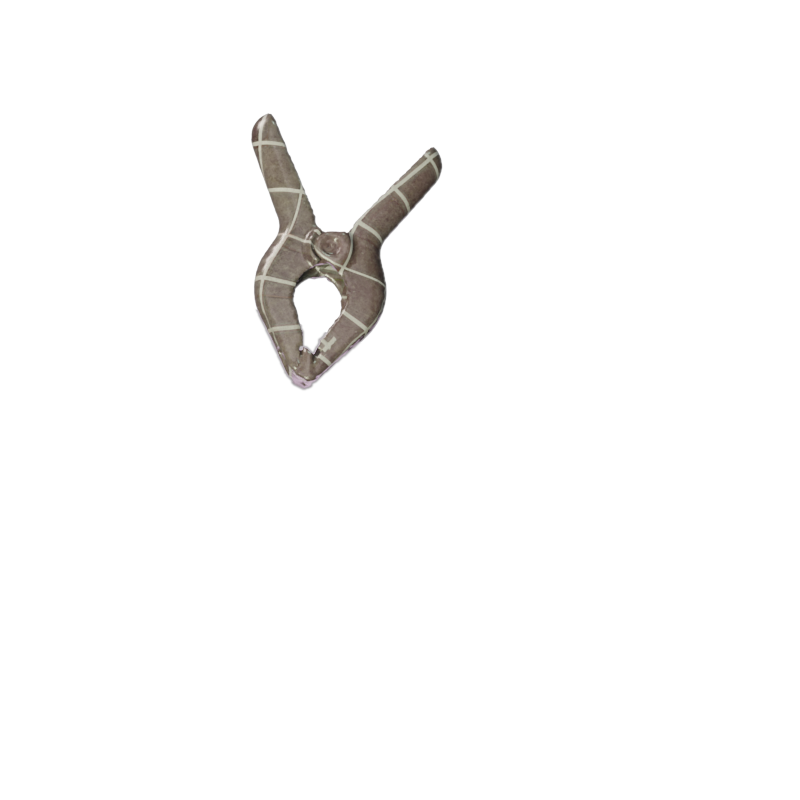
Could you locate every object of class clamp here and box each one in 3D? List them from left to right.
[{"bbox_3d":[-0.053,-0.096,0.674,0.122,0.178,0.037,16,-22,6],"label":"clamp"}]
